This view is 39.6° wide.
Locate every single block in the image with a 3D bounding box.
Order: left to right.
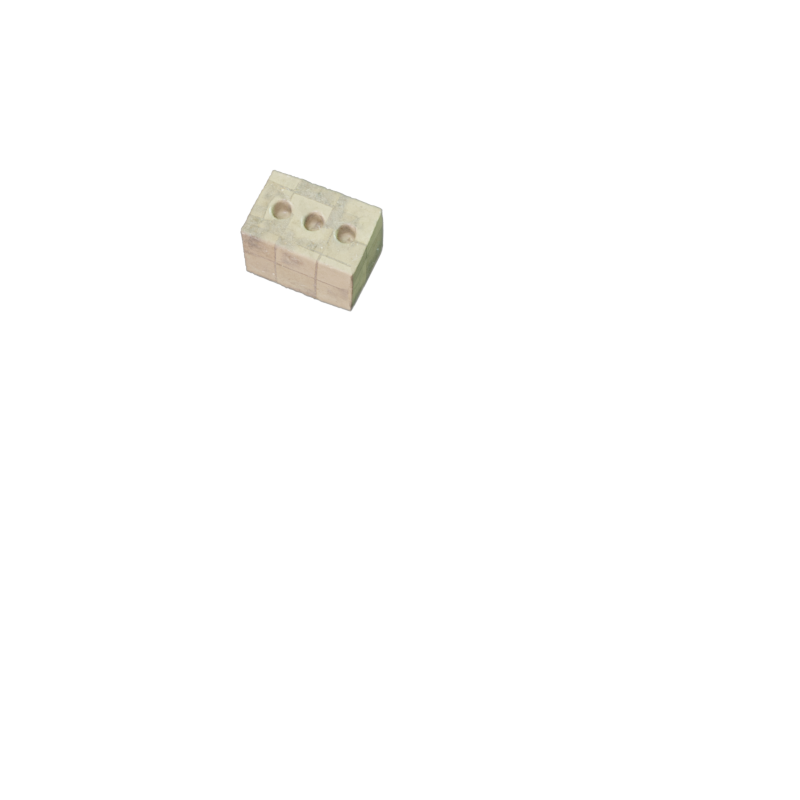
[{"bbox_3d":[-0.055,-0.101,0.705,0.080,0.055,0.048,21,-26,9],"label":"block"}]
